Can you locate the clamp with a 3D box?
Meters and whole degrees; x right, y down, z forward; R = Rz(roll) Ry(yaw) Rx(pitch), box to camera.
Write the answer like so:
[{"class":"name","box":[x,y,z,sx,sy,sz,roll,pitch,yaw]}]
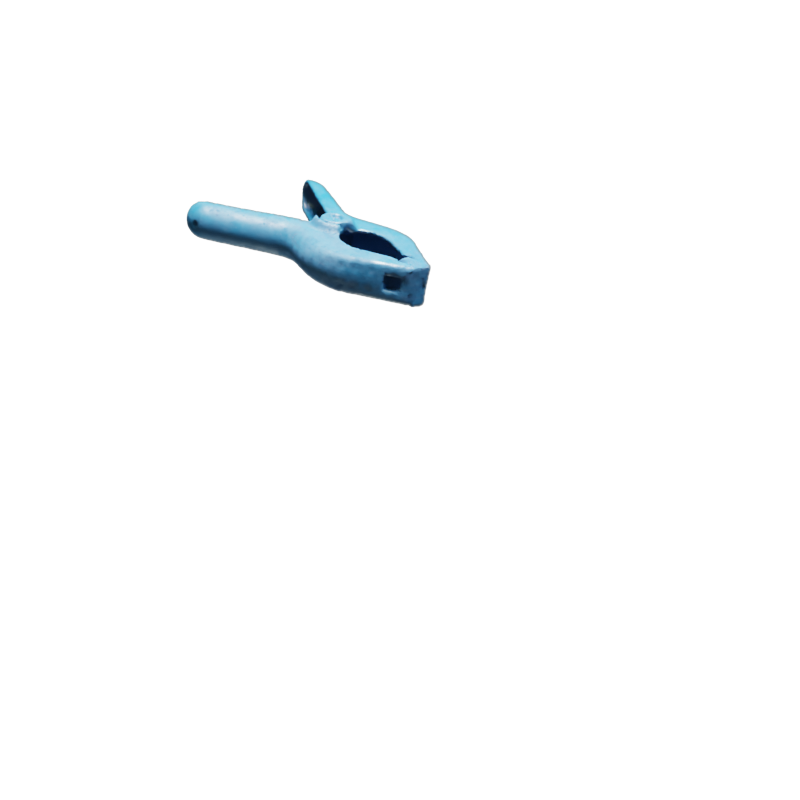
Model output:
[{"class":"clamp","box":[-0.057,-0.104,0.728,0.118,0.037,0.184,-20,35,-31]}]
